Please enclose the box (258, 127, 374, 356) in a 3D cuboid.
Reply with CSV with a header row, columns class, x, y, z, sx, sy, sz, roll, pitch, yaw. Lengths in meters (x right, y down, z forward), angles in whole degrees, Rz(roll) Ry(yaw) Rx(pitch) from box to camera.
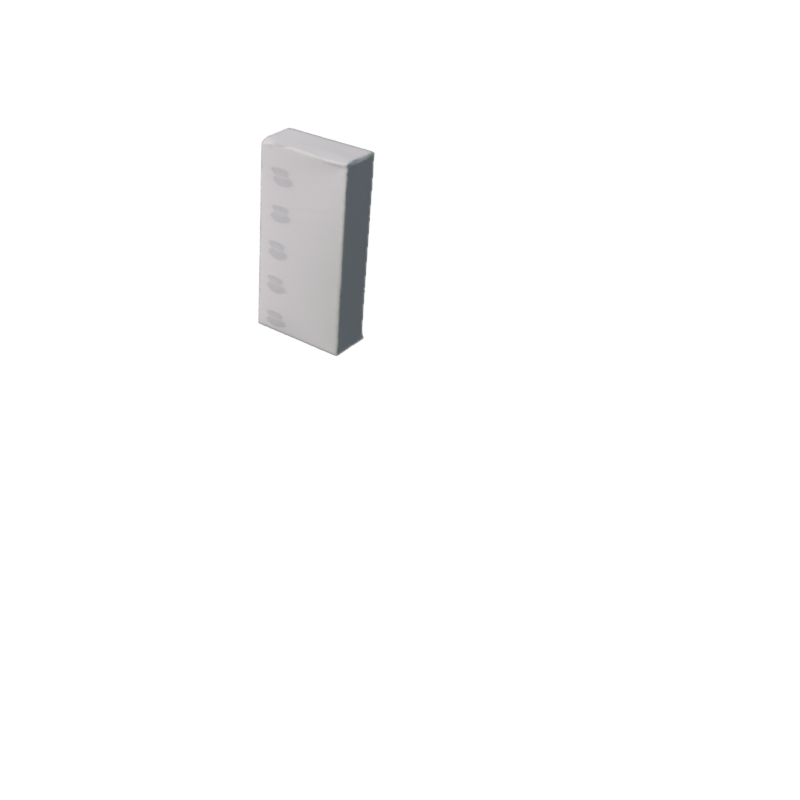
class,x,y,z,sx,sy,sz,roll,pitch,yaw
box,-0.074,-0.134,0.942,0.099,0.166,0.048,21,33,31
